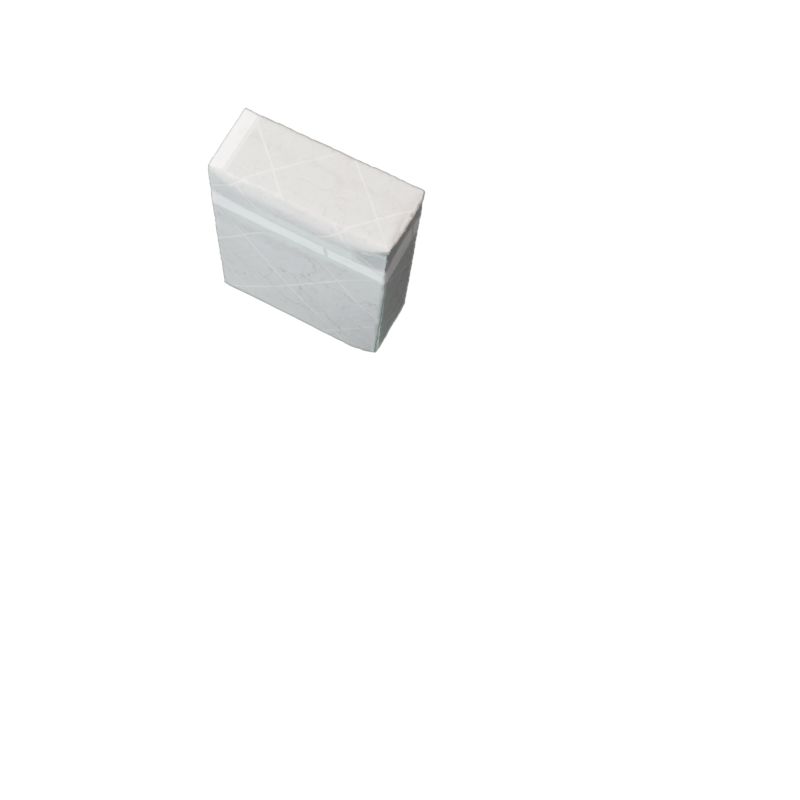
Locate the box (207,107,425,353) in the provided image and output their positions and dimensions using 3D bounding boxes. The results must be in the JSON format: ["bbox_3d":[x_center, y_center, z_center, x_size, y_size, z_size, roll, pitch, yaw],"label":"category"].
[{"bbox_3d":[-0.074,-0.136,0.950,0.168,0.074,0.203,27,-20,8],"label":"box"}]
